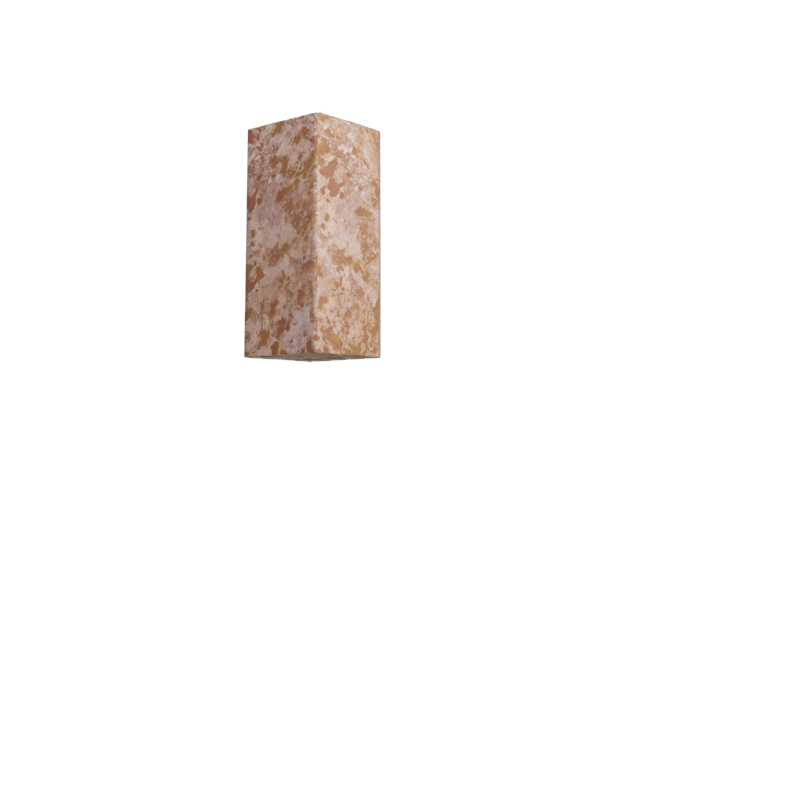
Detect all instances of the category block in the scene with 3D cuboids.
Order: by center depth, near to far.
[{"bbox_3d":[-0.077,-0.141,0.989,0.093,0.211,0.086,-7,-11,40],"label":"block"}]
